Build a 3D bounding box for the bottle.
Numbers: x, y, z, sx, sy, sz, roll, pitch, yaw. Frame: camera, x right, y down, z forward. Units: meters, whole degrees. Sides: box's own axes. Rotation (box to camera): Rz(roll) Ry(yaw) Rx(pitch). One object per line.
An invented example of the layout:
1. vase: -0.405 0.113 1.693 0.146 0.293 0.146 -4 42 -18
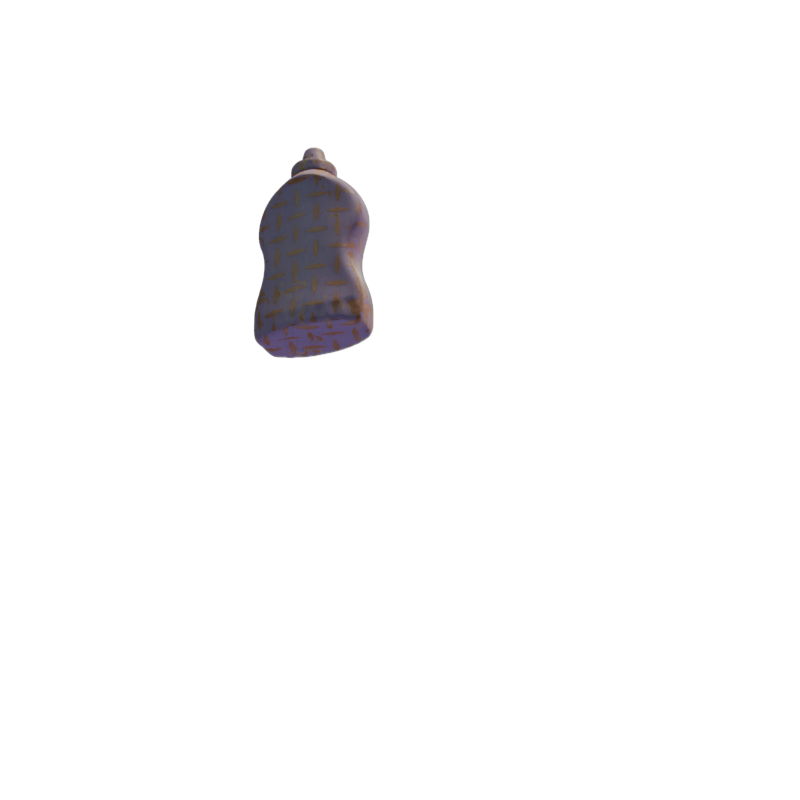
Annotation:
1. bottle: -0.073 -0.134 0.940 0.097 0.204 0.054 -14 -33 20
